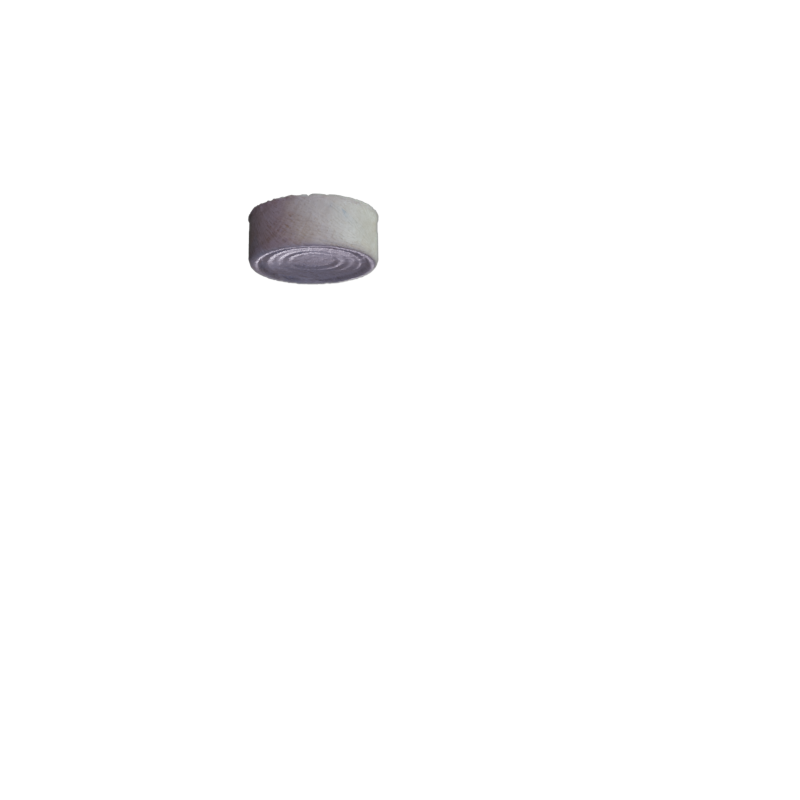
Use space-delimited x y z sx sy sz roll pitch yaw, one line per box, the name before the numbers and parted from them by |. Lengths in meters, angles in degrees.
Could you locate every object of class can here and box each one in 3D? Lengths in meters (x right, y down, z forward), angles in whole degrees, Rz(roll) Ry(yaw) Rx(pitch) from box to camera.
can | -0.057 -0.103 0.723 0.086 0.035 0.083 0 -13 -2
